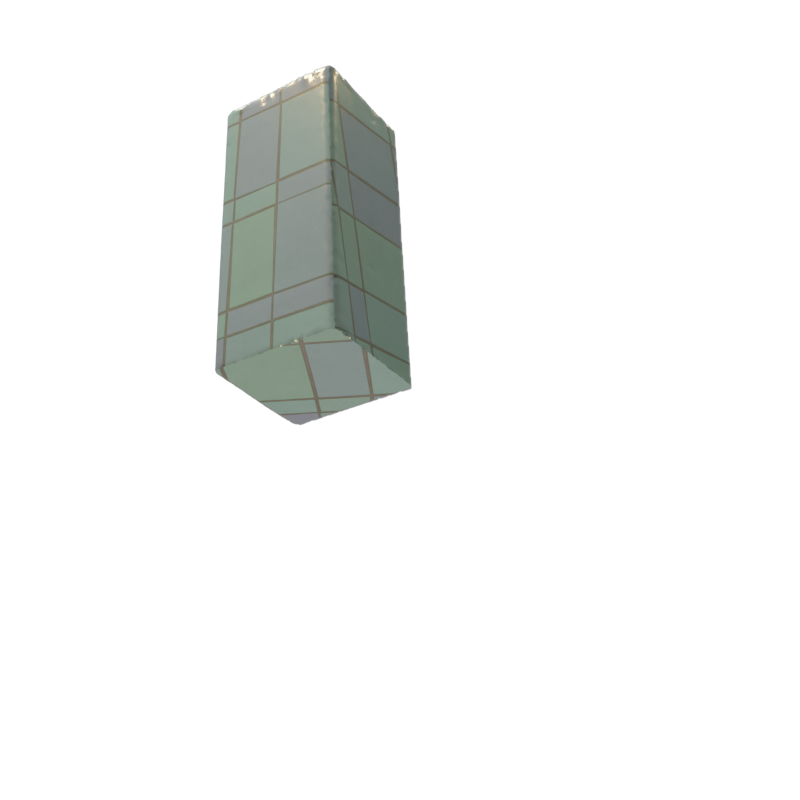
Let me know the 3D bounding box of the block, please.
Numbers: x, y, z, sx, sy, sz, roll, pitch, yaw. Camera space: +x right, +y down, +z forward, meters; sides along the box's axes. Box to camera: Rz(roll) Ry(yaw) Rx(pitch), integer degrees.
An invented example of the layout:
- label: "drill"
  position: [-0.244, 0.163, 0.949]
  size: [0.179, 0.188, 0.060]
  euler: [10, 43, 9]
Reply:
- label: "block"
  position: [-0.057, -0.104, 0.726]
  size: [0.091, 0.220, 0.084]
  euler: [-21, -37, 26]
